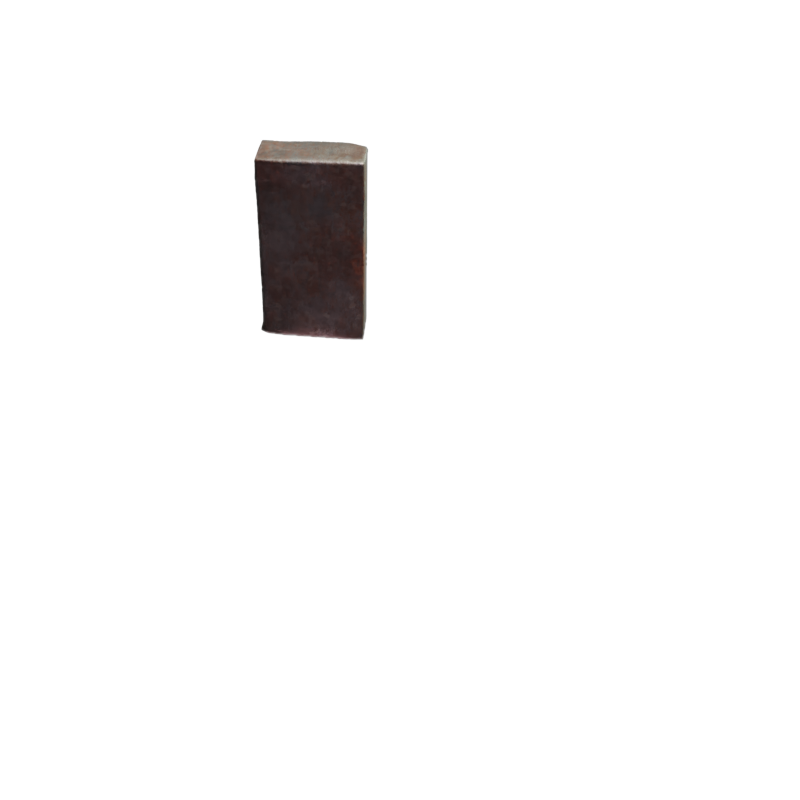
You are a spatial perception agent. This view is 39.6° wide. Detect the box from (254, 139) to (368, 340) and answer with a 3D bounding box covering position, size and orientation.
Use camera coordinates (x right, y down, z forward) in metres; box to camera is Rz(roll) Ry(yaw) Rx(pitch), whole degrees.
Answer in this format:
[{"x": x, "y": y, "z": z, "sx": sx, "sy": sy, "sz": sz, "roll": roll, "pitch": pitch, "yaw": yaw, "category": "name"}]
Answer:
[{"x": -0.075, "y": -0.137, "z": 0.957, "sx": 0.094, "sy": 0.166, "sz": 0.051, "roll": 5, "pitch": 31, "yaw": 5, "category": "box"}]
